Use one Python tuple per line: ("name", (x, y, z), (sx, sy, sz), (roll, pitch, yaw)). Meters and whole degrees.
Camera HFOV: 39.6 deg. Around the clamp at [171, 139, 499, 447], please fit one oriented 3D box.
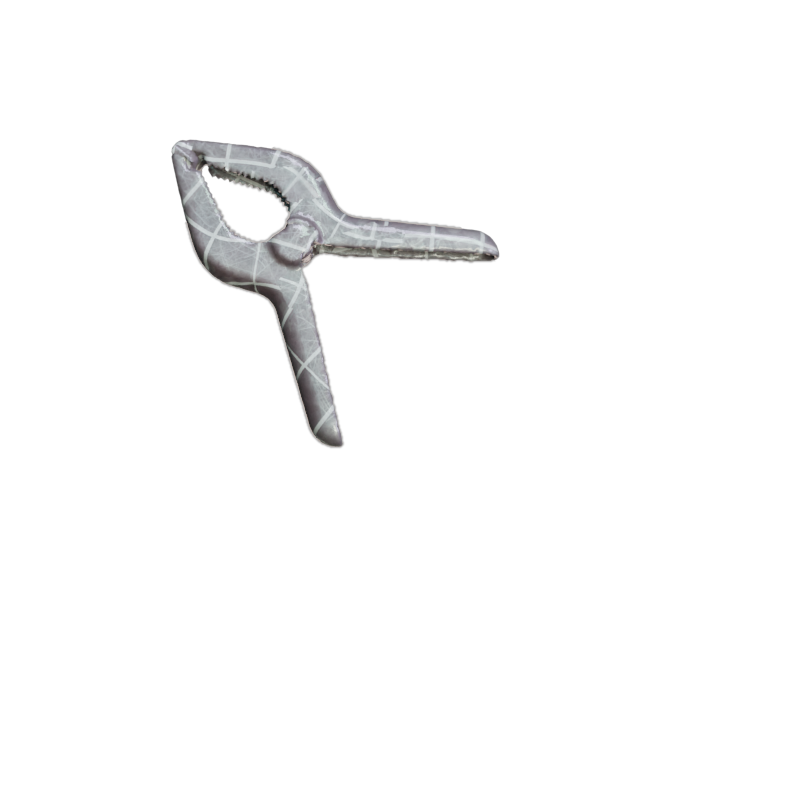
("clamp", (-0.055, -0.100, 0.697), (0.166, 0.217, 0.035), (-42, -12, -11))
